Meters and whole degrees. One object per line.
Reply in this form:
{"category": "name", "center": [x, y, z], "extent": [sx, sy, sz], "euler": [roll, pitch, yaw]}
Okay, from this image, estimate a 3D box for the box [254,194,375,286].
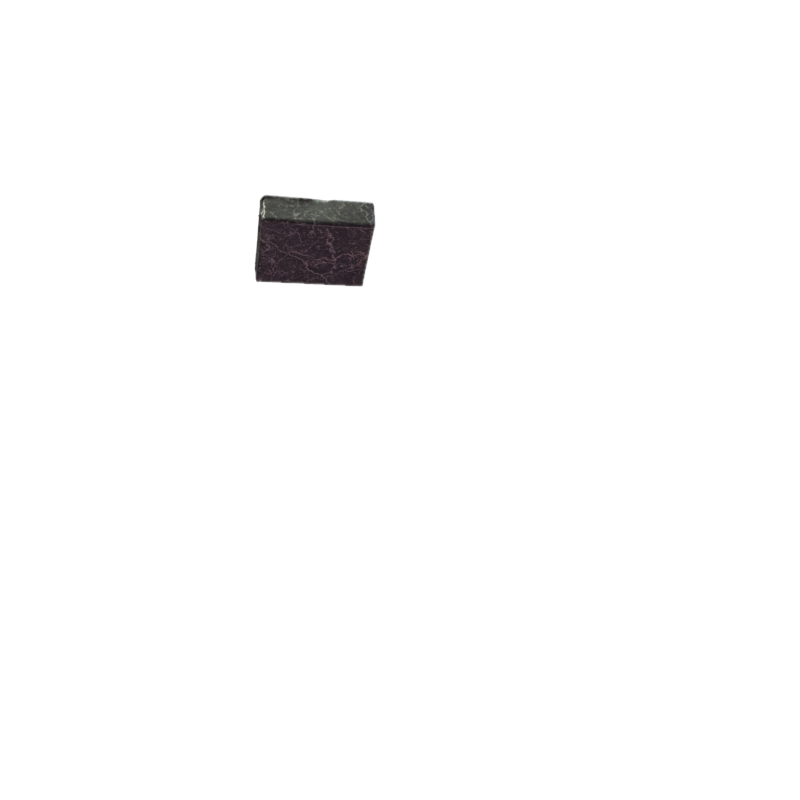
{"category": "box", "center": [-0.068, -0.124, 0.870], "extent": [0.089, 0.032, 0.069], "euler": [4, -38, -5]}
